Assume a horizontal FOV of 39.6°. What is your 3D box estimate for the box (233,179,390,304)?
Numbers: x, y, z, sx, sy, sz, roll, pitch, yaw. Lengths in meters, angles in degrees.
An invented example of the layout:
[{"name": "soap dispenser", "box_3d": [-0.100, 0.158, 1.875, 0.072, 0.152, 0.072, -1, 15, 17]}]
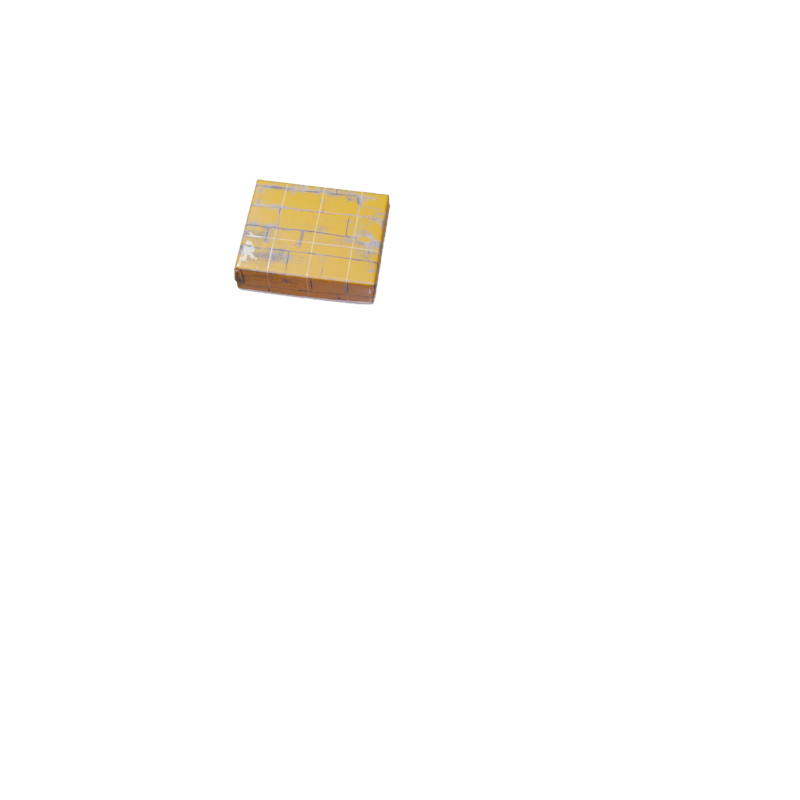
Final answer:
[{"name": "box", "box_3d": [-0.070, -0.127, 0.891, 0.114, 0.095, 0.036, 8, -31, 4]}]
